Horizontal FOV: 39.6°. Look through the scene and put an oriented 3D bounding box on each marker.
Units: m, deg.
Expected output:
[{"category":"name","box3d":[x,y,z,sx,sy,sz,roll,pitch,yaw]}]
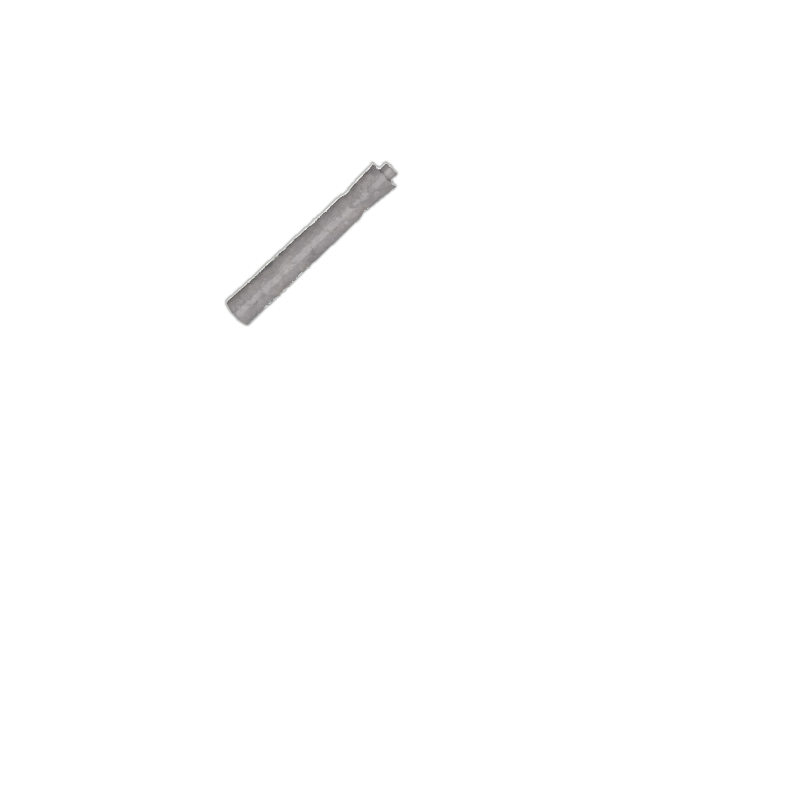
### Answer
[{"category":"marker","box3d":[-0.049,-0.089,0.622,0.120,0.020,0.020,-42,-3,8]}]
